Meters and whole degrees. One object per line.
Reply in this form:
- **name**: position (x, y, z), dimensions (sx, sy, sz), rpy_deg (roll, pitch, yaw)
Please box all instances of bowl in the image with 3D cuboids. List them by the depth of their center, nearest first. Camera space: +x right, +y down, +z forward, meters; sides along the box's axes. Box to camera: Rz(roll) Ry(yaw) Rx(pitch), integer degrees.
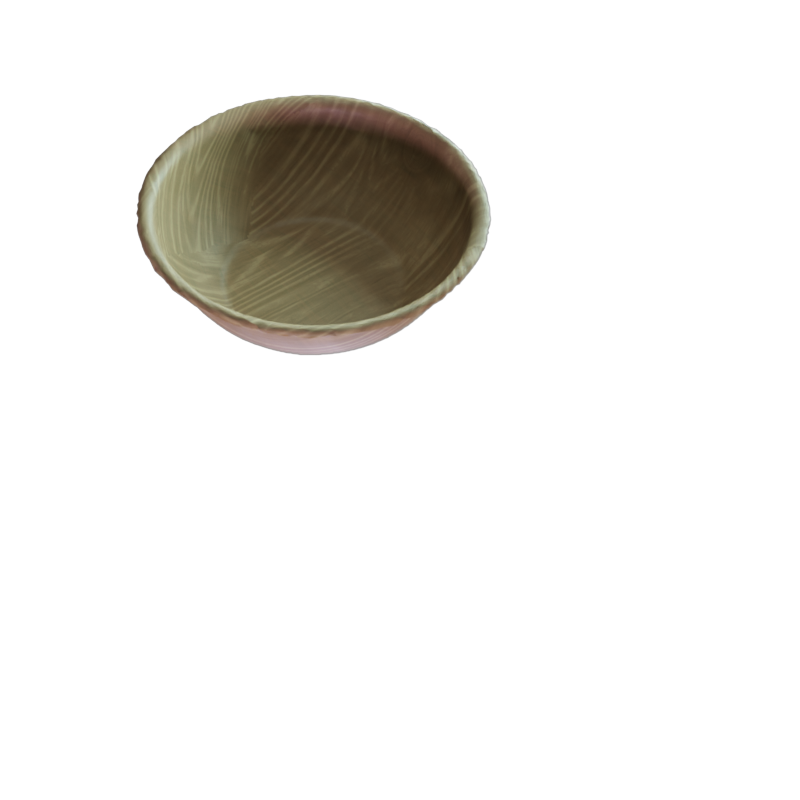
- **bowl**: position (-0.041, -0.075, 0.524), dimensions (0.162, 0.174, 0.051), rpy_deg (-1, -42, -1)
